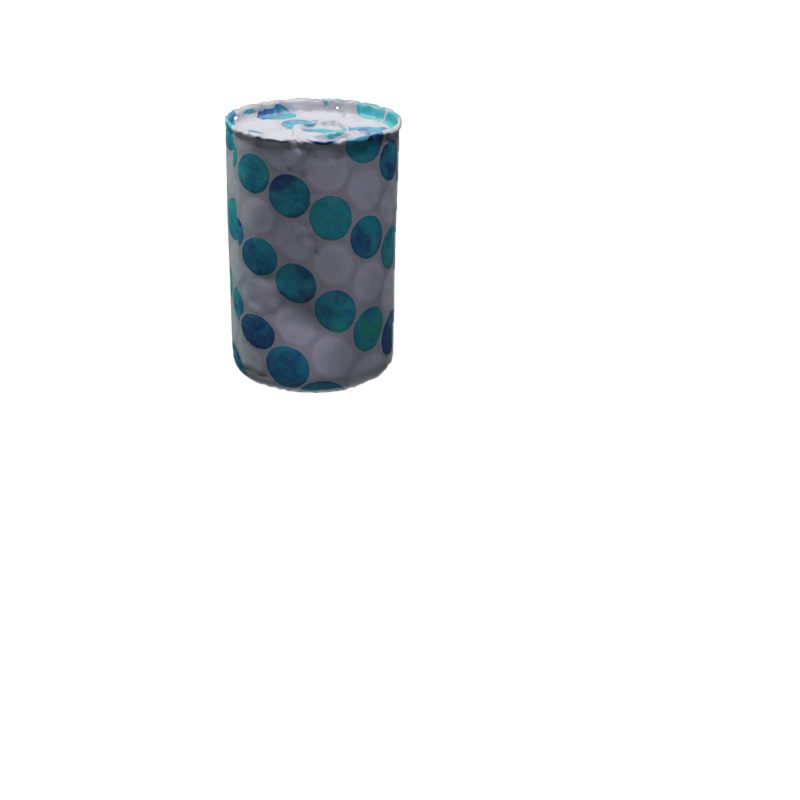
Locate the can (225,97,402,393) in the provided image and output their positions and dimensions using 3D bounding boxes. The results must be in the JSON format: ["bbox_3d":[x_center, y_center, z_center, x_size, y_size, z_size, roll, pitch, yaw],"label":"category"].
[{"bbox_3d":[-0.035,-0.063,0.441,0.068,0.097,0.072,0,23,-2],"label":"can"}]
